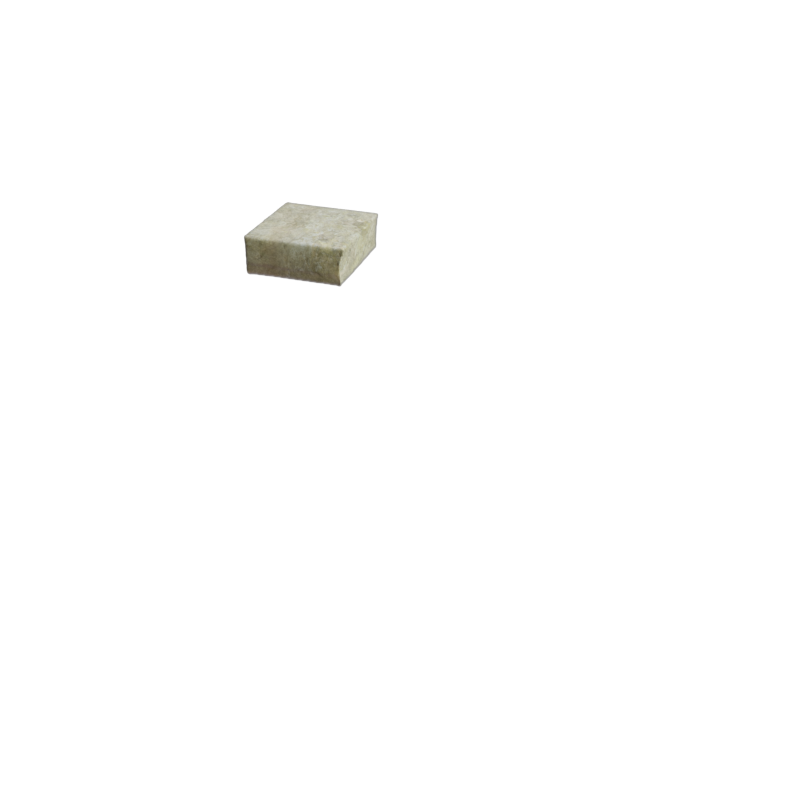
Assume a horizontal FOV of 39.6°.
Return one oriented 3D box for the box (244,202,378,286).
[{"bbox_3d":[-0.077,-0.140,0.980,0.092,0.037,0.117,7,28,14],"label":"box"}]
